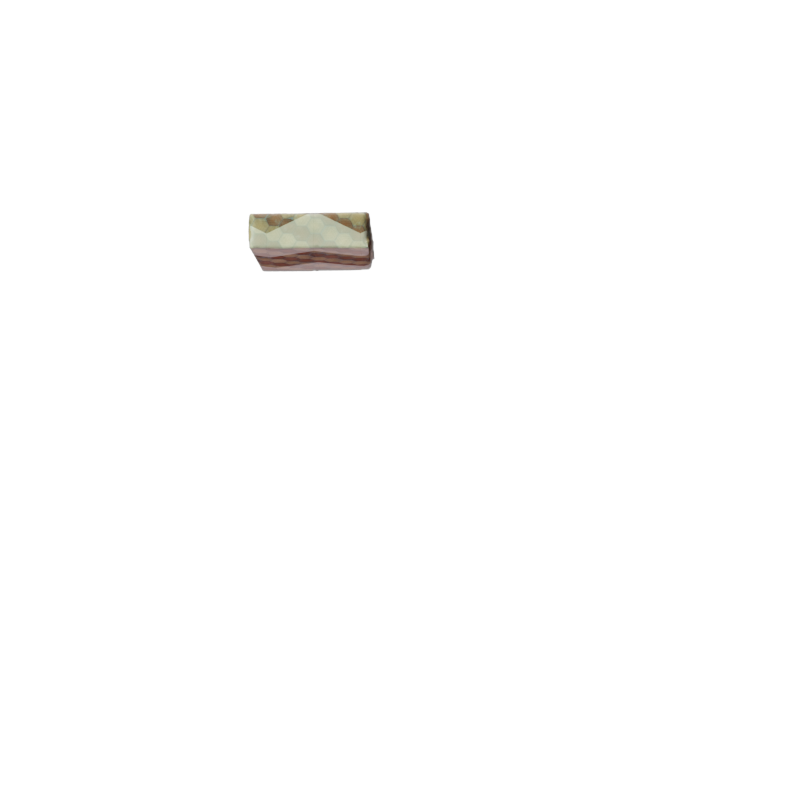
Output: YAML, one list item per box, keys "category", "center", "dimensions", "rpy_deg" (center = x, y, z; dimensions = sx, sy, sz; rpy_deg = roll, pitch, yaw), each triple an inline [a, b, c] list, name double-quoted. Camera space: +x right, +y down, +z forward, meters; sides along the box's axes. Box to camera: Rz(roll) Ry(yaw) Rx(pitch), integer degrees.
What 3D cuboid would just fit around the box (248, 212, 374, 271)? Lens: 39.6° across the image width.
- category: "box"
  center: [-0.065, -0.119, 0.835]
  dimensions: [0.090, 0.031, 0.071]
  rpy_deg: [-1, -8, 3]
